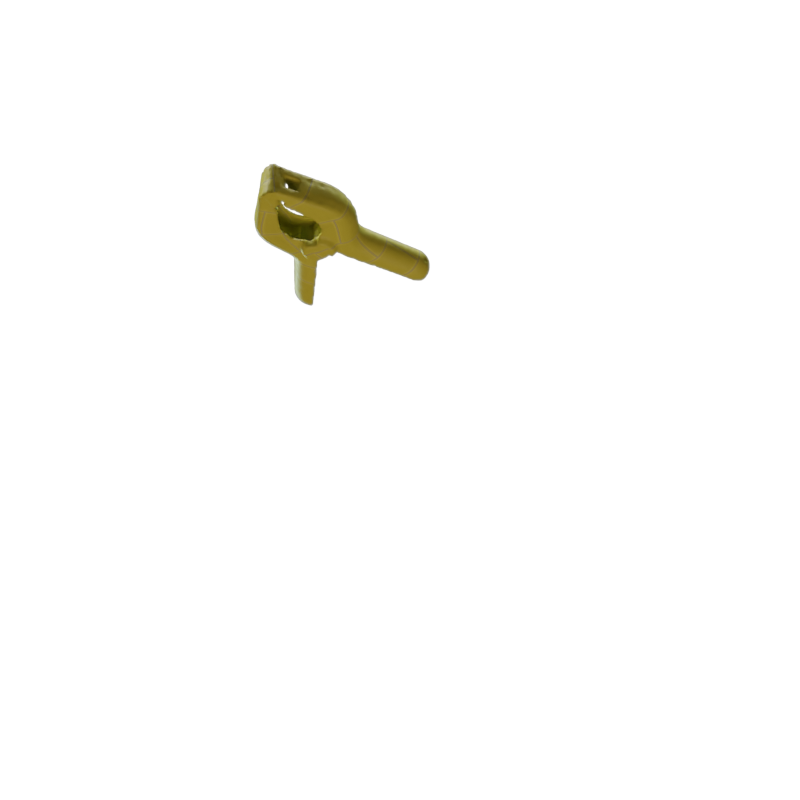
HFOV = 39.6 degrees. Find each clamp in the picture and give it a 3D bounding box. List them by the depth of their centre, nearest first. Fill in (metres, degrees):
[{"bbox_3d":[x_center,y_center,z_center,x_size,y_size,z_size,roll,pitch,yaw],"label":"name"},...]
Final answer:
[{"bbox_3d":[-0.069,-0.125,0.879,0.121,0.042,0.159,-22,-39,29],"label":"clamp"}]
